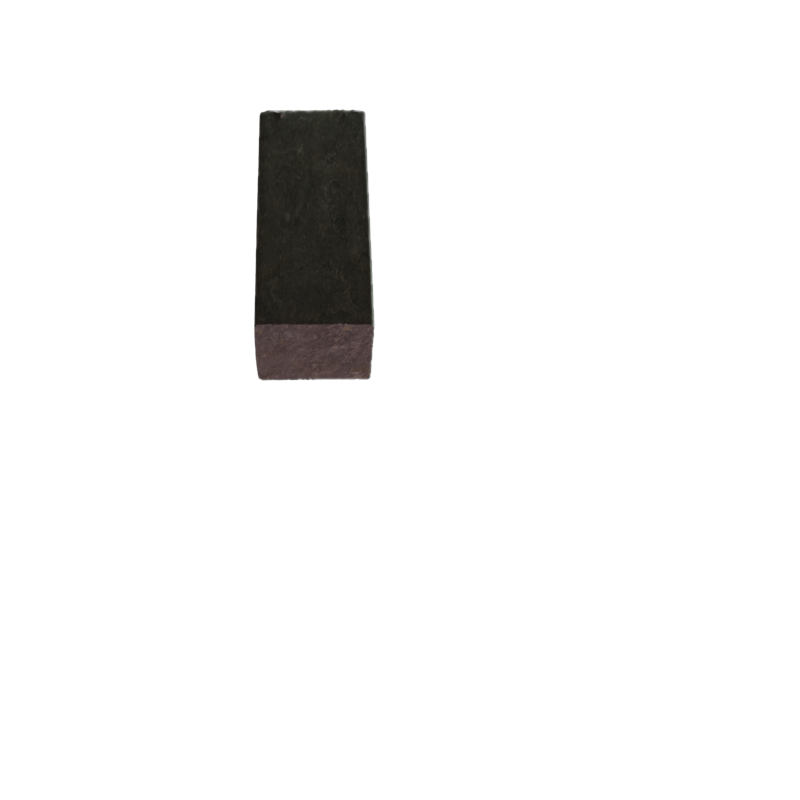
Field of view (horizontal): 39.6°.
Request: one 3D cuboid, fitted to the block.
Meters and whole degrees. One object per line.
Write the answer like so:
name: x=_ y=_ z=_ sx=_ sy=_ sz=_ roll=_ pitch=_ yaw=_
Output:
block: x=-0.071 y=-0.129 z=0.899 sx=0.090 sy=0.220 sz=0.085 roll=-1 pitch=-32 yaw=-3
